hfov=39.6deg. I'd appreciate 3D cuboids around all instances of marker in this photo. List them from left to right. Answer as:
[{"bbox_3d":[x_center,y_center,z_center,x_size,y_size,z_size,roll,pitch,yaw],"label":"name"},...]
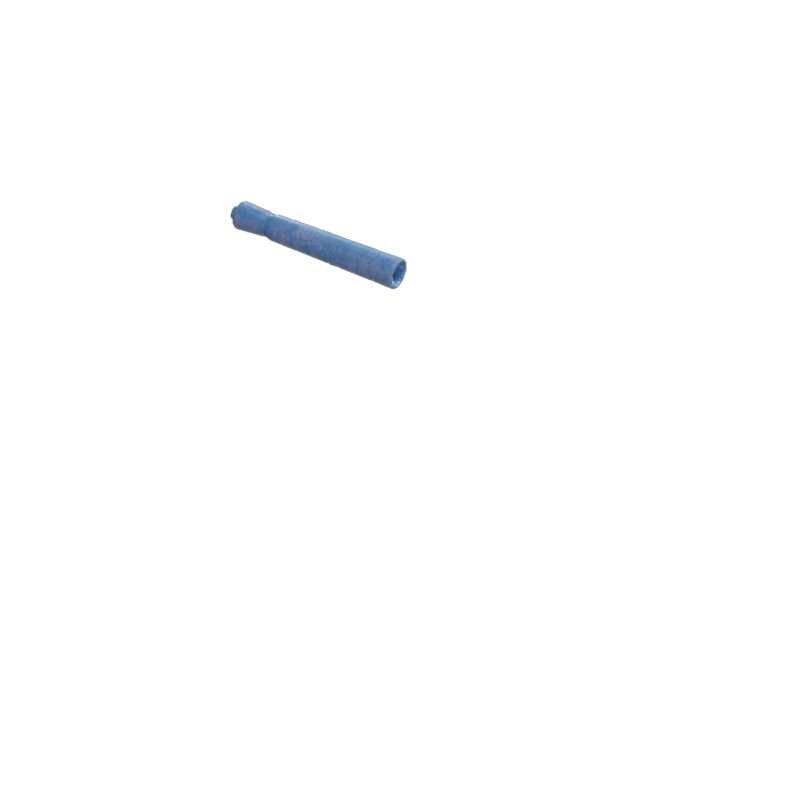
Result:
[{"bbox_3d":[-0.052,-0.095,0.667,0.127,0.019,0.019,24,15,27],"label":"marker"}]
